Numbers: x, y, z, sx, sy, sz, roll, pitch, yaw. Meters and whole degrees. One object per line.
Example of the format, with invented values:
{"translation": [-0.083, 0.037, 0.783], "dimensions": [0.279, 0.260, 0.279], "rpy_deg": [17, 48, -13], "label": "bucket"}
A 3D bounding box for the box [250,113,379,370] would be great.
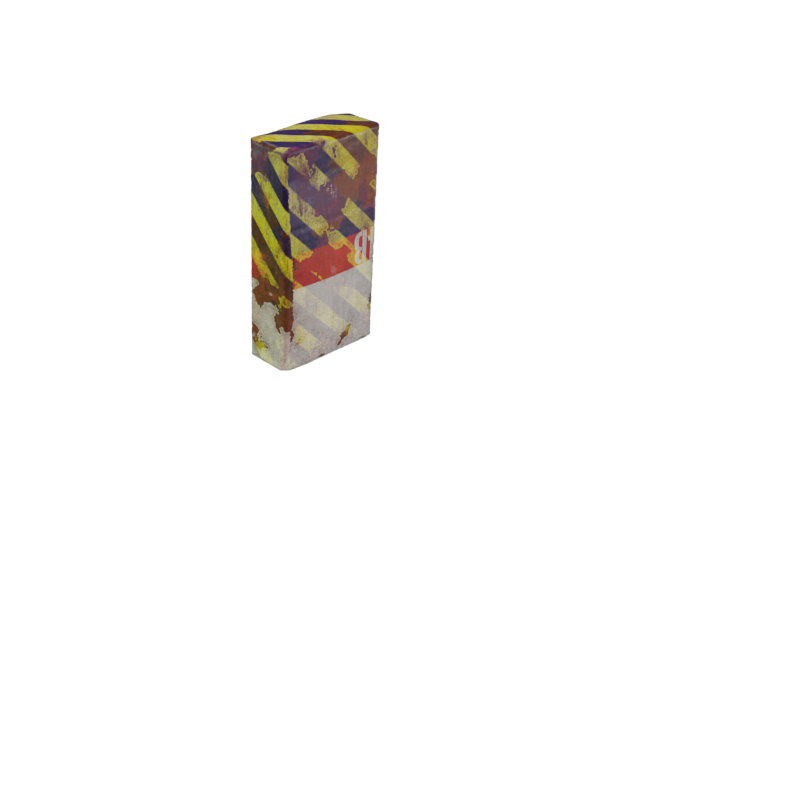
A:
{"translation": [-0.064, -0.117, 0.815], "dimensions": [0.051, 0.167, 0.092], "rpy_deg": [24, 34, 38], "label": "box"}
